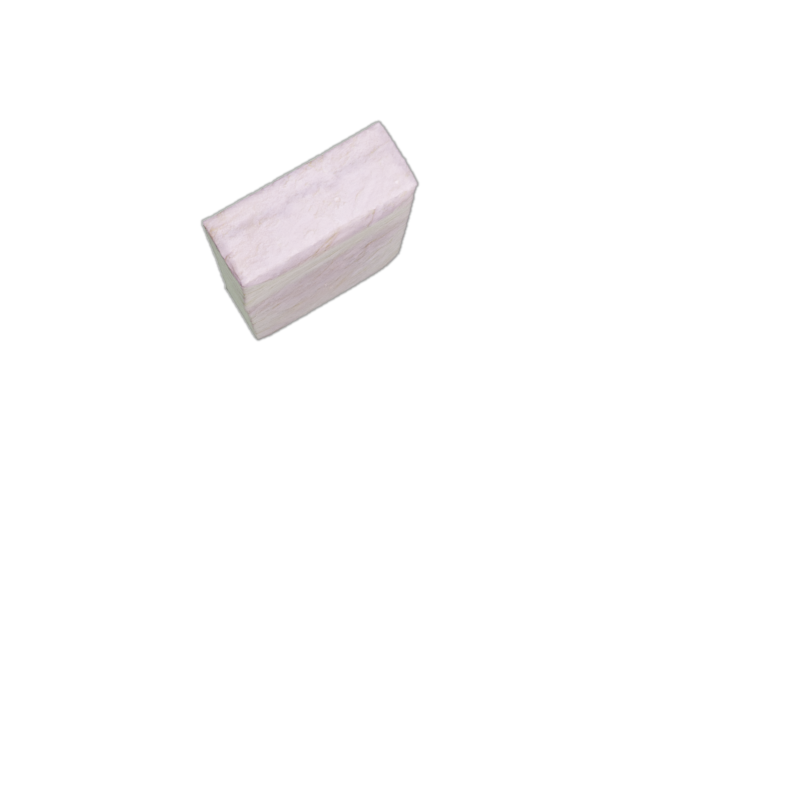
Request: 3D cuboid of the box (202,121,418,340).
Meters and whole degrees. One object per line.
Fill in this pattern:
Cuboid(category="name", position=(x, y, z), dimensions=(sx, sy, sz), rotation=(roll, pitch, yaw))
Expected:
Cuboid(category="box", position=(-0.075, -0.136, 0.956), dimensions=(0.164, 0.074, 0.208), rotation=(-32, -5, -8))
